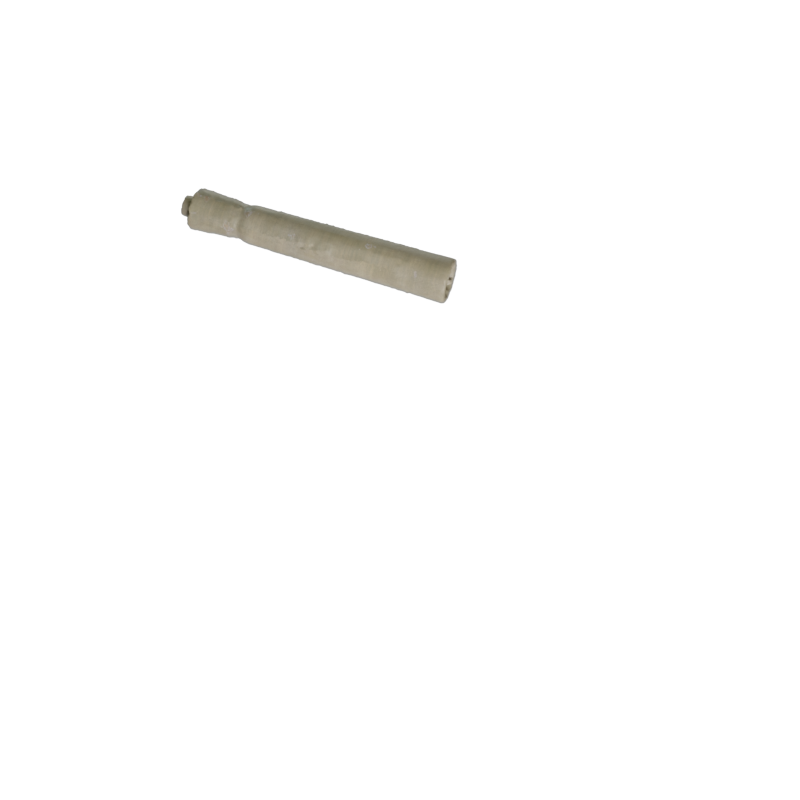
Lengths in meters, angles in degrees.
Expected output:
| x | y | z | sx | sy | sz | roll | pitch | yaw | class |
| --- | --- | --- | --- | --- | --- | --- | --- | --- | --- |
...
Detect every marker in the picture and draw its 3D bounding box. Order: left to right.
| x | y | z | sx | sy | sz | roll | pitch | yaw | class |
| --- | --- | --- | --- | --- | --- | --- | --- | --- | --- |
| -0.037 | -0.067 | 0.467 | 0.125 | 0.019 | 0.019 | 18 | 8 | 16 | marker |
